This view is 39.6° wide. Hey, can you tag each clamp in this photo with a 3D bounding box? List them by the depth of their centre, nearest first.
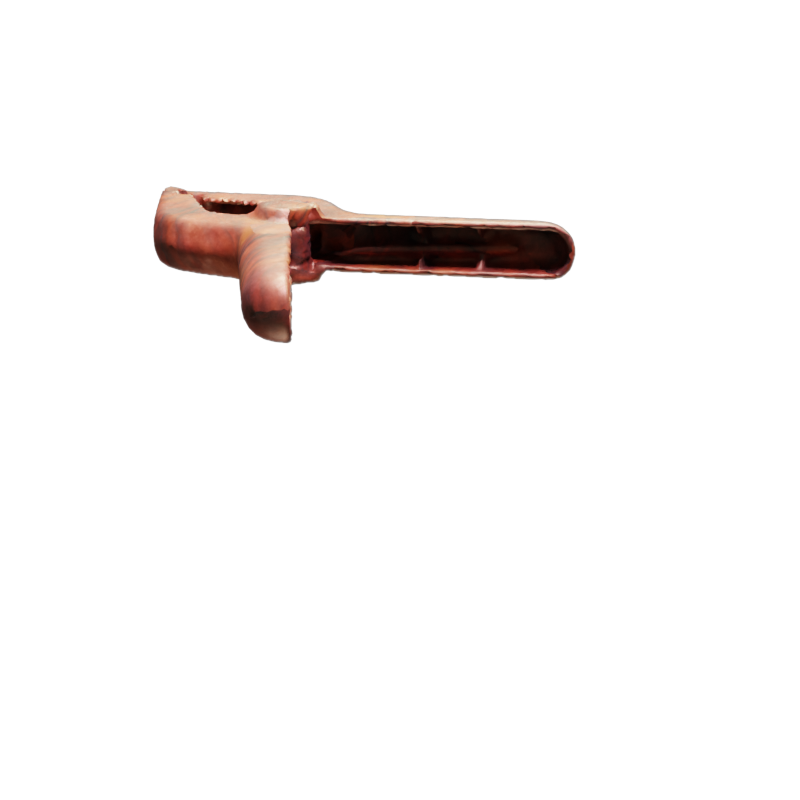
[{"bbox_3d":[-0.040,-0.072,0.505,0.160,0.035,0.223,-12,22,-32],"label":"clamp"}]
